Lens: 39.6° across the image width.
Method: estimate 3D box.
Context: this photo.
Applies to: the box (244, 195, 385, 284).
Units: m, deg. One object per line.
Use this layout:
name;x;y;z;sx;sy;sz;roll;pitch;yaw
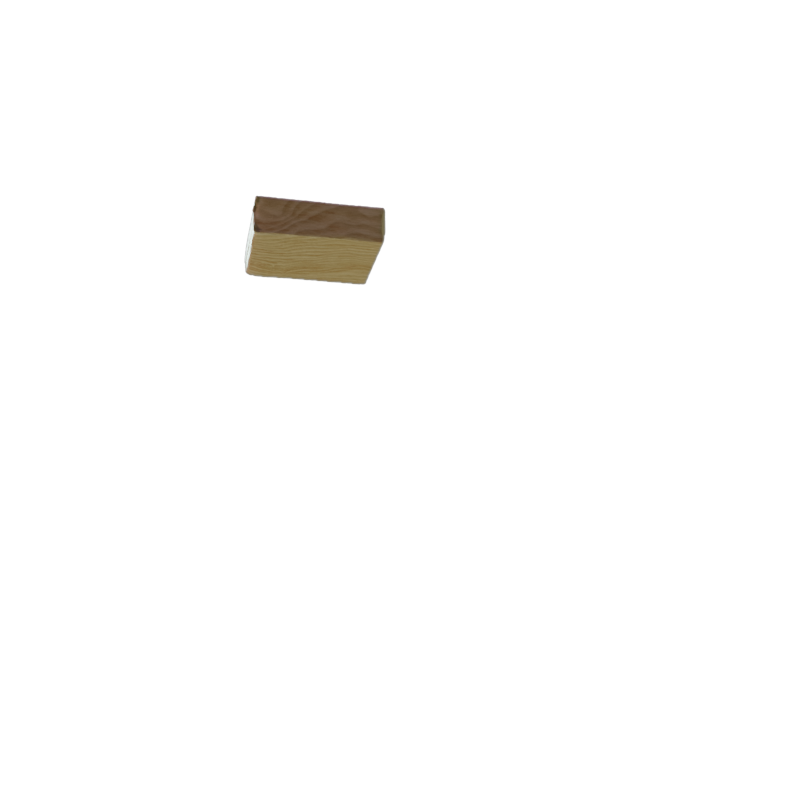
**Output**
box;-0.075;-0.137;0.960;0.112;0.041;0.086;3;-21;-9
